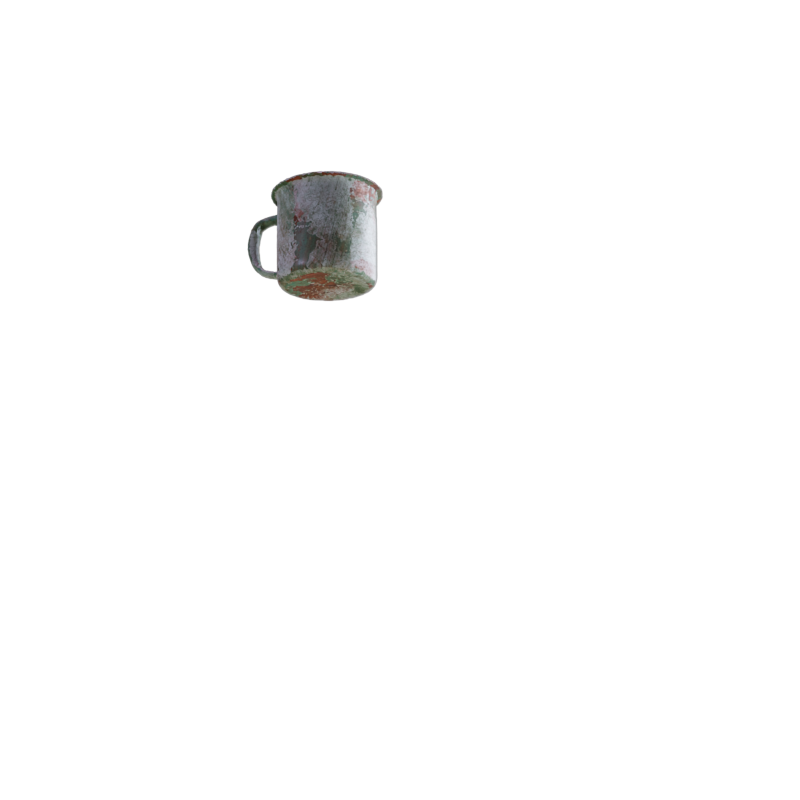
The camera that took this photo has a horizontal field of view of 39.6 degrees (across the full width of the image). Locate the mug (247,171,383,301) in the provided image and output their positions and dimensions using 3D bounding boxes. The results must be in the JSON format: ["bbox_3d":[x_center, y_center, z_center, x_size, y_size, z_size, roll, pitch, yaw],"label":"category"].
[{"bbox_3d":[-0.071,-0.130,0.909,0.119,0.085,0.087,-6,-18,18],"label":"mug"}]
